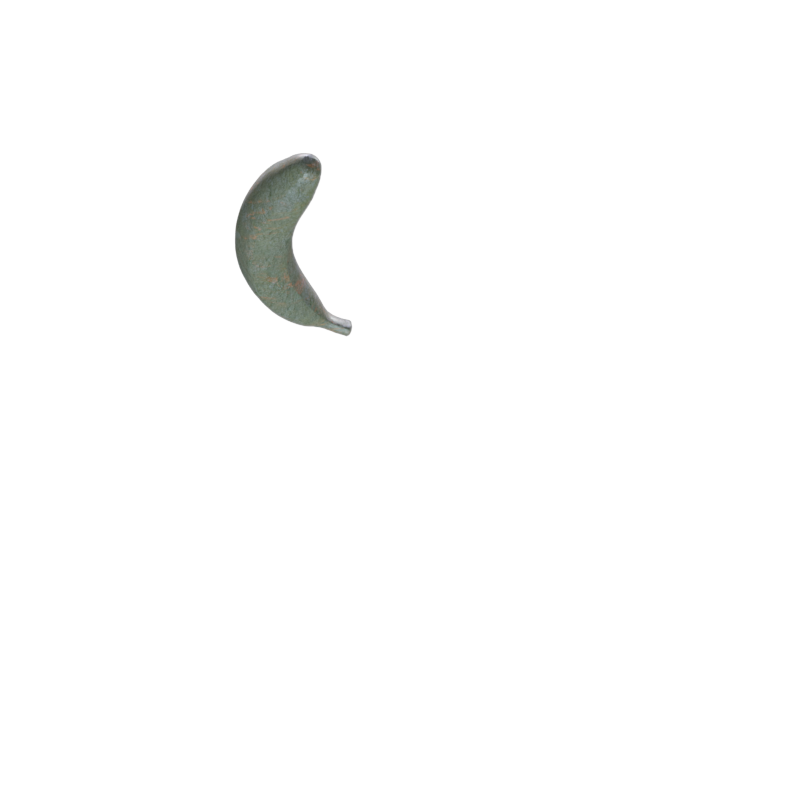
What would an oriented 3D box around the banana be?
[{"bbox_3d":[-0.075,-0.100,0.727,0.070,0.039,0.185,-3,-27,4],"label":"banana"}]
